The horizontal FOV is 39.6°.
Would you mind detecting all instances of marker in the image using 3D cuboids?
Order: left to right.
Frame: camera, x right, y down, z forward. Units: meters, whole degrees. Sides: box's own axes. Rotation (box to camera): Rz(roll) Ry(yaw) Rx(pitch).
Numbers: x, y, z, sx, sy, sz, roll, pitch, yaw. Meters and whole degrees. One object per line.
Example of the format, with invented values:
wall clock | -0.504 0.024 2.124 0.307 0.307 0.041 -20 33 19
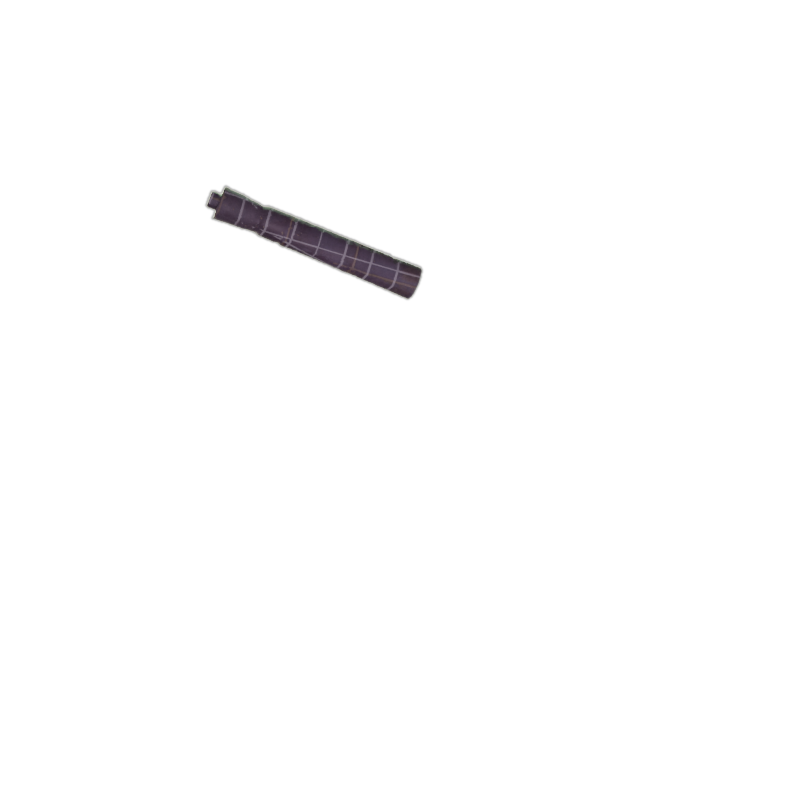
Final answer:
marker | -0.047 -0.085 0.597 0.119 0.020 0.020 22 1 -5
